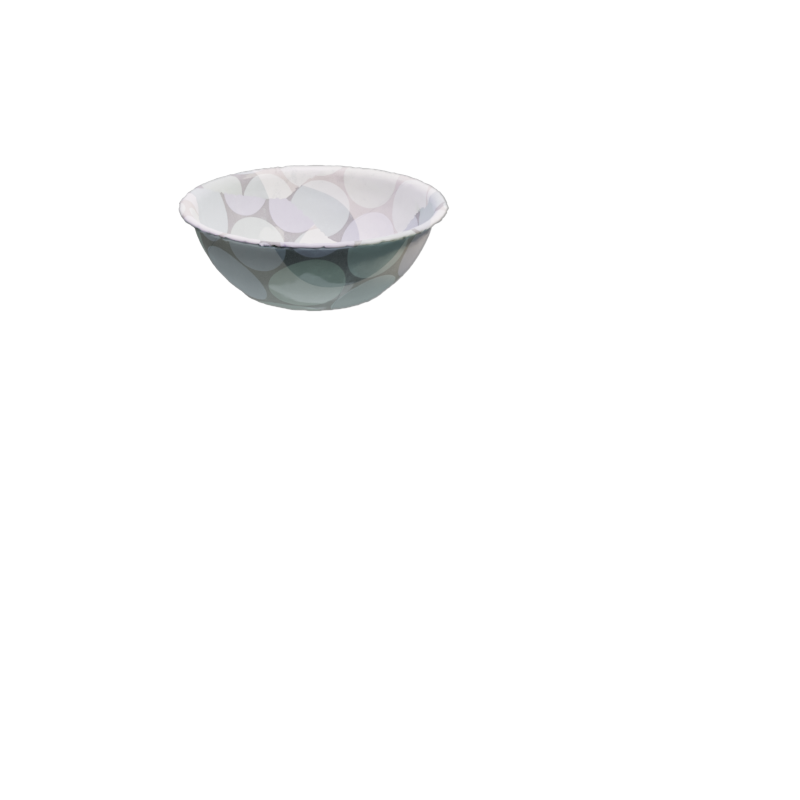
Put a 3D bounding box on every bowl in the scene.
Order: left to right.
[{"bbox_3d":[-0.053,-0.097,0.677,0.162,0.052,0.171,-1,26,-2],"label":"bowl"}]
